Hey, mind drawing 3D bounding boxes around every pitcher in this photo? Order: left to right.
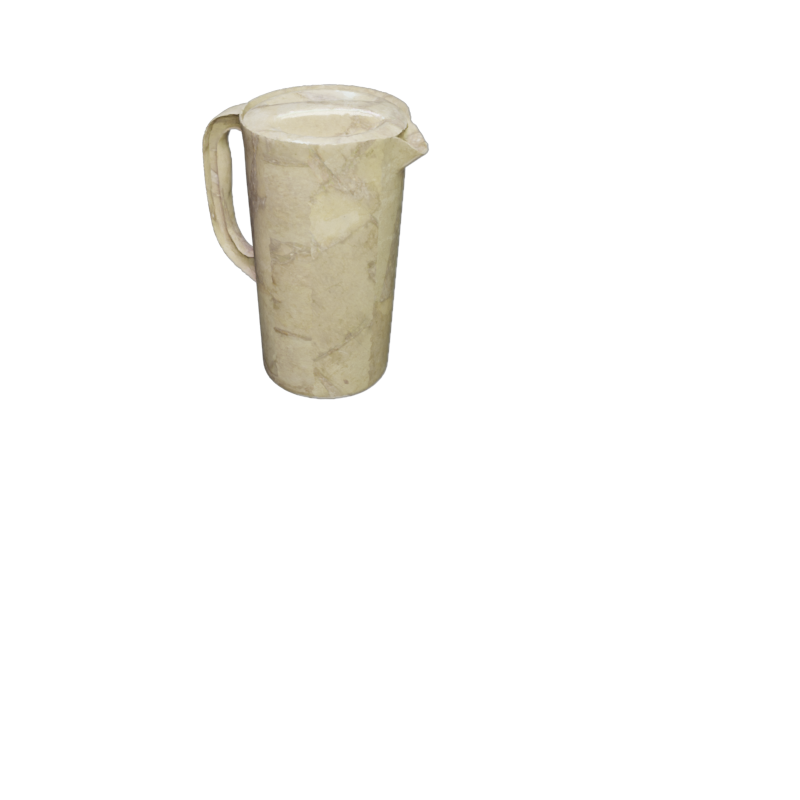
[{"bbox_3d":[-0.071,-0.130,0.907,0.142,0.229,0.161,-12,33,-22],"label":"pitcher"}]
